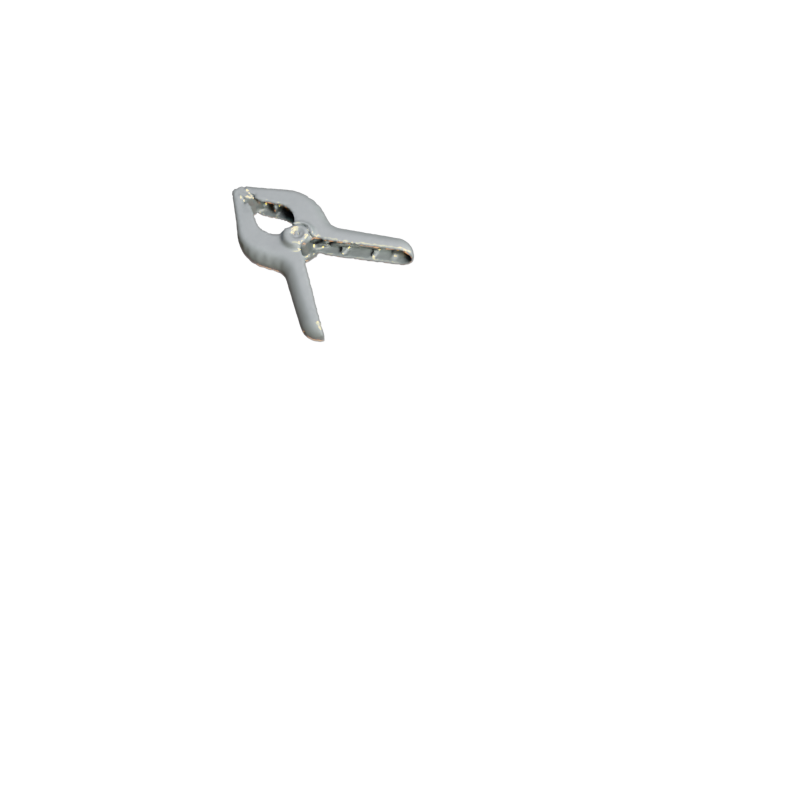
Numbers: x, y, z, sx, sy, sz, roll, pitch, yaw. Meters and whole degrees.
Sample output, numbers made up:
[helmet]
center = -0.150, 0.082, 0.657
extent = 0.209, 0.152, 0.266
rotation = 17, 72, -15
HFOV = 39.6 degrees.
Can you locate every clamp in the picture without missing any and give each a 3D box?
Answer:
[clamp]
center = -0.075, -0.137, 0.960
extent = 0.120, 0.183, 0.037
rotation = -31, -30, -20
